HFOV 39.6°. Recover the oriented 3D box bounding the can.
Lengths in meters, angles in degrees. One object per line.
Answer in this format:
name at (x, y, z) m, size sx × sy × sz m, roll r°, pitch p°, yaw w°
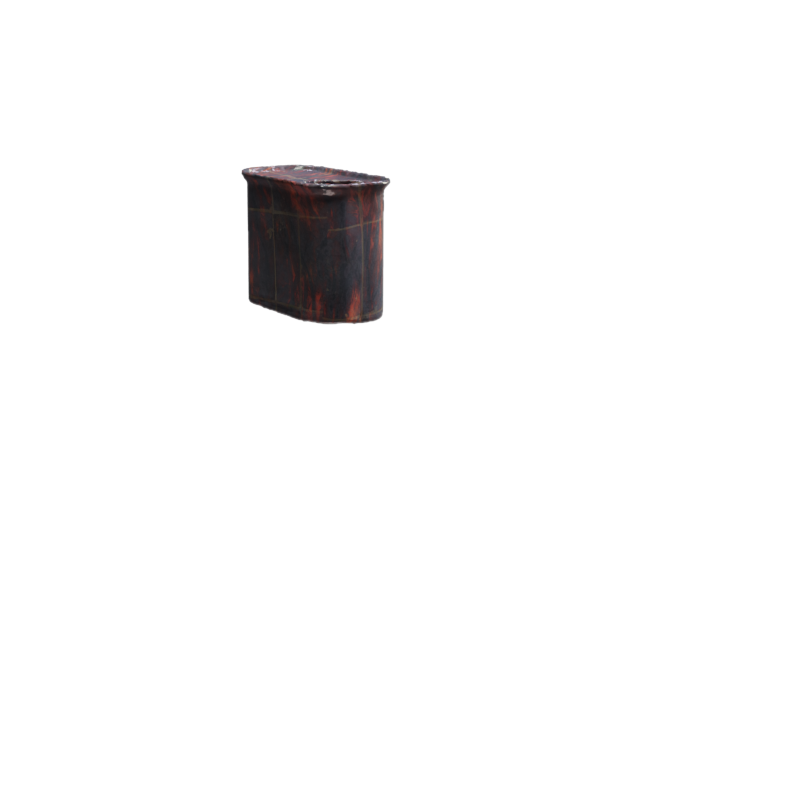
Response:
can at (-0.053, -0.096, 0.674) m, size 0.056 × 0.081 × 0.108 m, roll -9°, pitch 17°, yaw -35°
